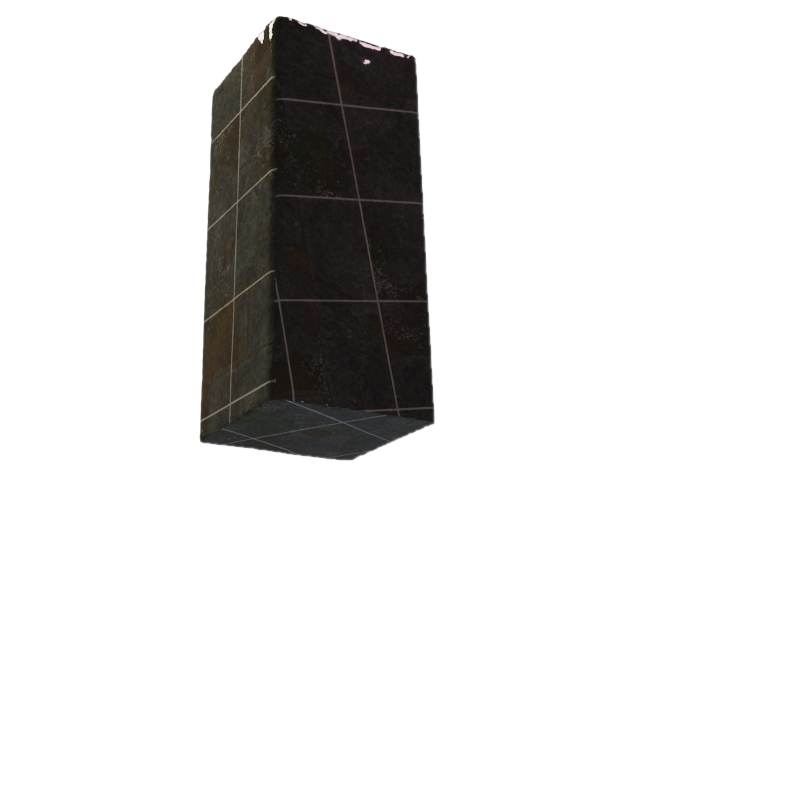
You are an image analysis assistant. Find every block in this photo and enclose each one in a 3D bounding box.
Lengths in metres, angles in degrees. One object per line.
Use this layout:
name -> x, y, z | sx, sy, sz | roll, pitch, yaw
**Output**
block -> -0.046, -0.083, 0.585 | 0.086, 0.217, 0.090 | 11, -25, -27
